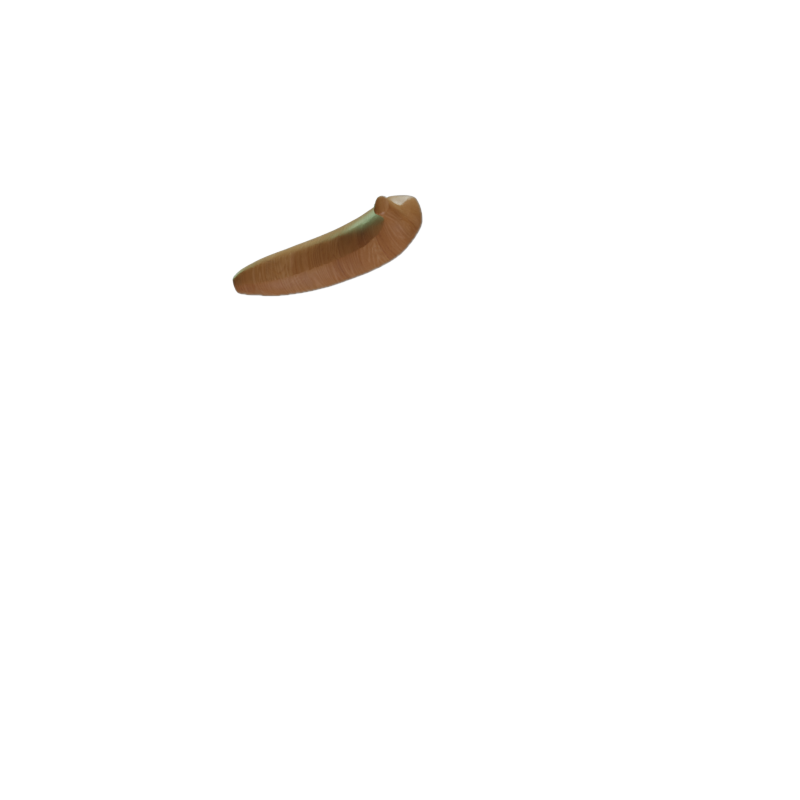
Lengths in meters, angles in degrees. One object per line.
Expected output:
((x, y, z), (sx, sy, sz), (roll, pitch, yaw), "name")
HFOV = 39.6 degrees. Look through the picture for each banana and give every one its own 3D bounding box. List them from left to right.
((-0.043, -0.109, 0.779), (0.066, 0.038, 0.199), (11, -19, -34), "banana")
